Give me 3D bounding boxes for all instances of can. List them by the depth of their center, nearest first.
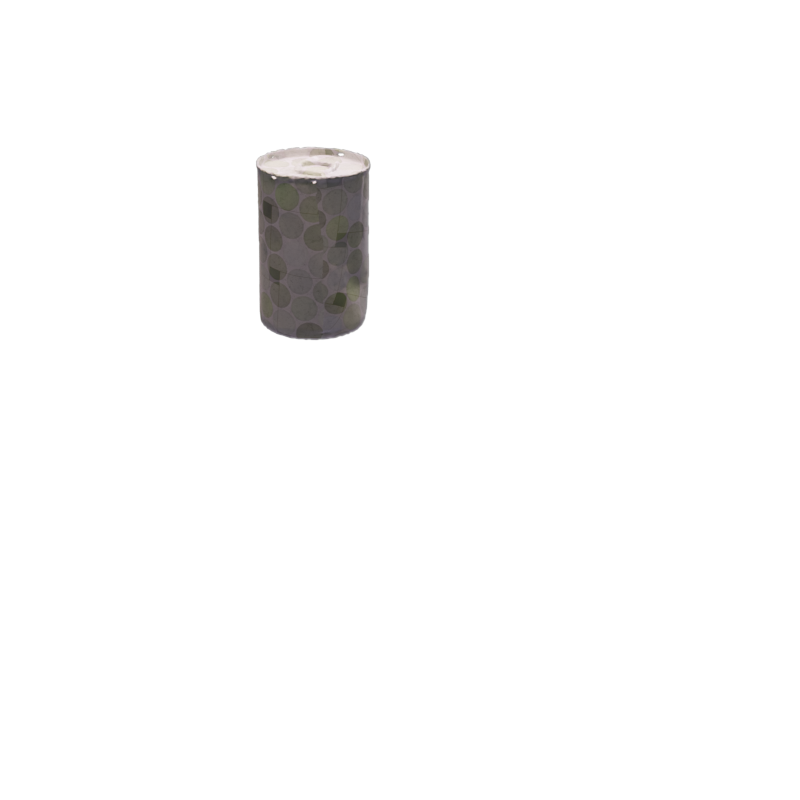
[{"bbox_3d":[-0.053,-0.096,0.673,0.068,0.097,0.072,0,23,-2],"label":"can"}]
